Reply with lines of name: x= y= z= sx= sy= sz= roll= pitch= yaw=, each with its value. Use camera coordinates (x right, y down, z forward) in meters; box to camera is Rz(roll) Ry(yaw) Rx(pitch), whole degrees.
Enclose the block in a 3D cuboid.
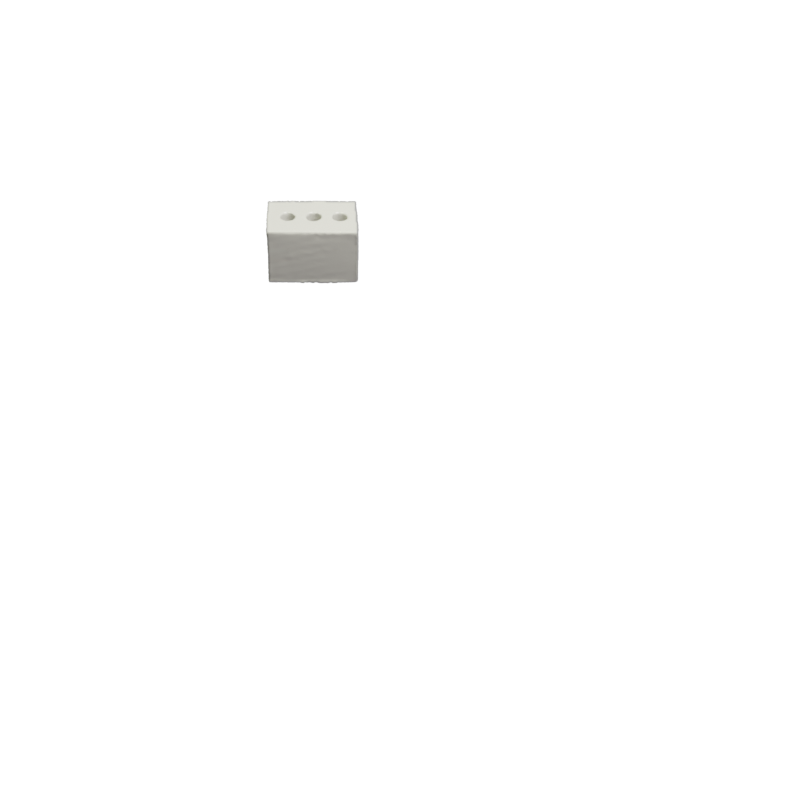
block: x=-0.073 y=-0.134 z=0.937 sx=0.078 sy=0.048 sz=0.056 roll=0 pitch=35 yaw=-2
